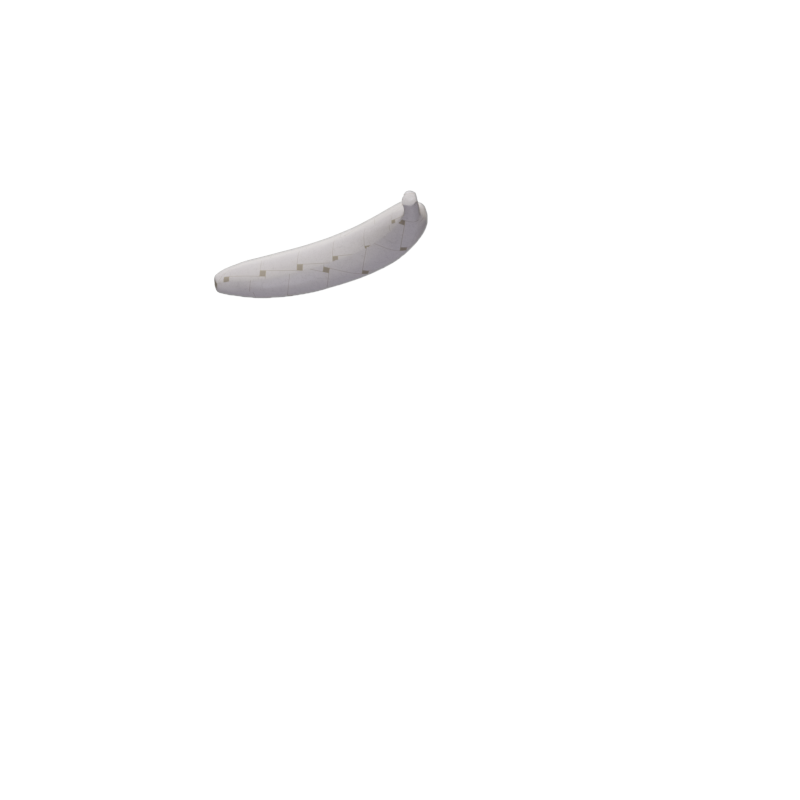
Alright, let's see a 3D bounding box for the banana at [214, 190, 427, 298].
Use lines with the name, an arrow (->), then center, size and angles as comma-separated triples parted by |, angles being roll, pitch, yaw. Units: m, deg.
banana -> -0.051, -0.114, 0.839 | 0.199, 0.039, 0.065 | -20, -33, 33
